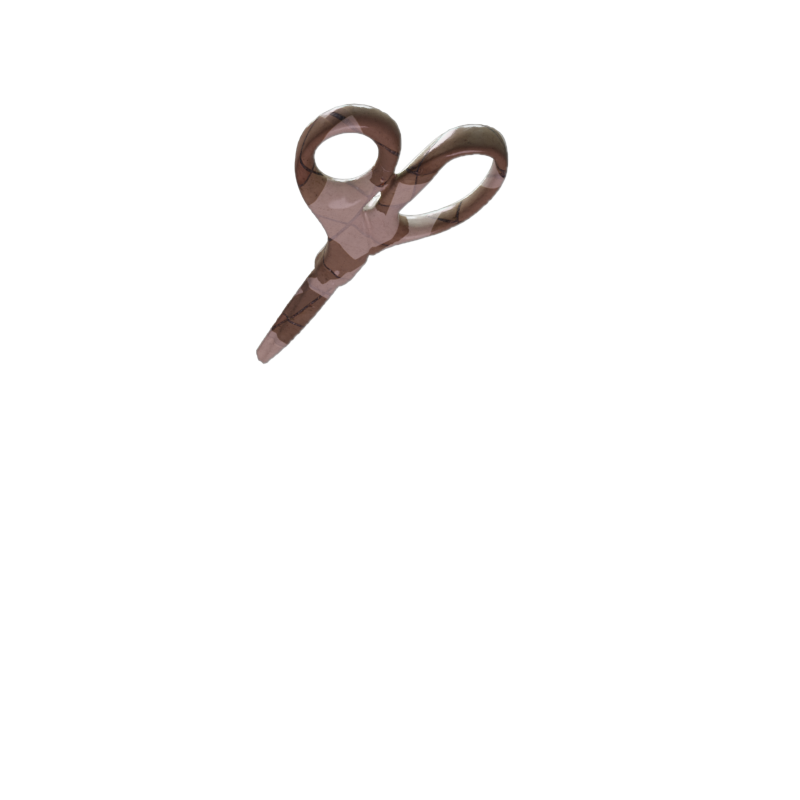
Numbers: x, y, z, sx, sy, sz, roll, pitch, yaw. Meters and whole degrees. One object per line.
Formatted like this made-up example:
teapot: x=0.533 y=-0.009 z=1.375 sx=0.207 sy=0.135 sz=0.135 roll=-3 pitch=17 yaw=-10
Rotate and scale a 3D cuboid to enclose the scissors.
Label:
scissors: x=-0.039 y=-0.072 z=0.504 sx=0.090 sy=0.017 sz=0.200 roll=25 pitch=-39 yaw=-35
